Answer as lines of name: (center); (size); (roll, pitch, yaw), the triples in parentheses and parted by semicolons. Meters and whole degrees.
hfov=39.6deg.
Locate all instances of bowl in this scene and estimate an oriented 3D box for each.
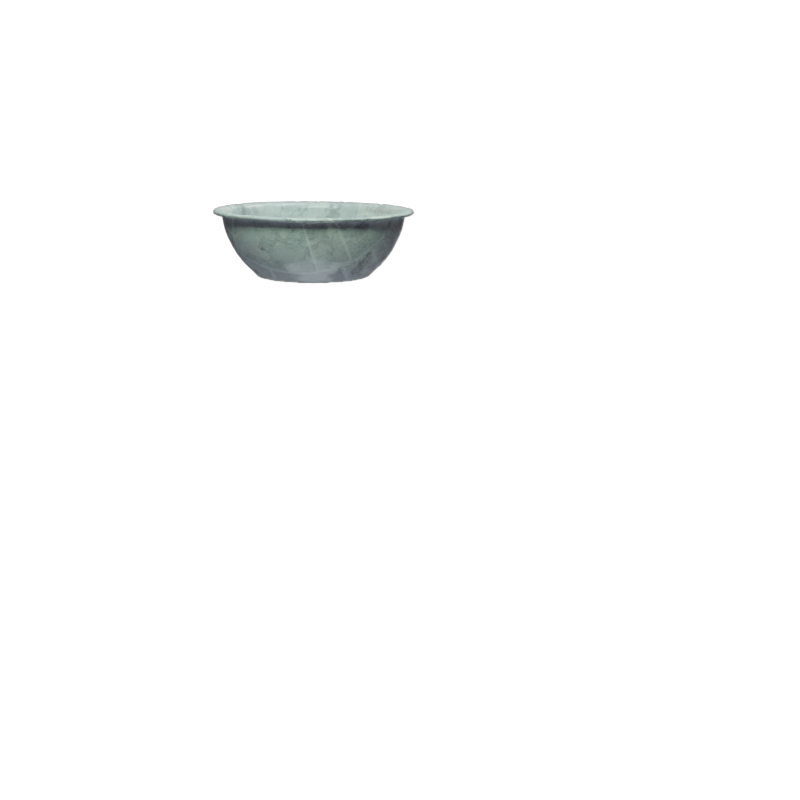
bowl: (-0.070, -0.128, 0.894); (0.162, 0.054, 0.166); (0, 13, -2)
